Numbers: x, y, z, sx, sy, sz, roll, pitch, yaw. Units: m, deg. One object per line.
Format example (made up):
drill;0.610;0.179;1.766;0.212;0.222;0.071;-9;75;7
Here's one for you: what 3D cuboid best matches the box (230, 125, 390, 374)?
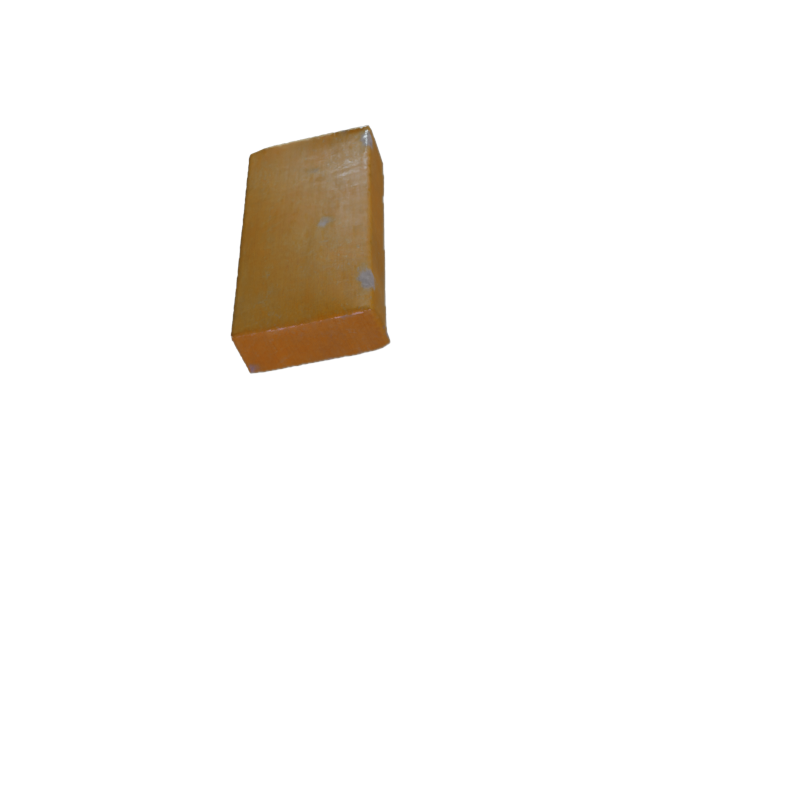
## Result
box;-0.058;-0.105;0.735;0.094;0.189;0.044;-12;-40;11
